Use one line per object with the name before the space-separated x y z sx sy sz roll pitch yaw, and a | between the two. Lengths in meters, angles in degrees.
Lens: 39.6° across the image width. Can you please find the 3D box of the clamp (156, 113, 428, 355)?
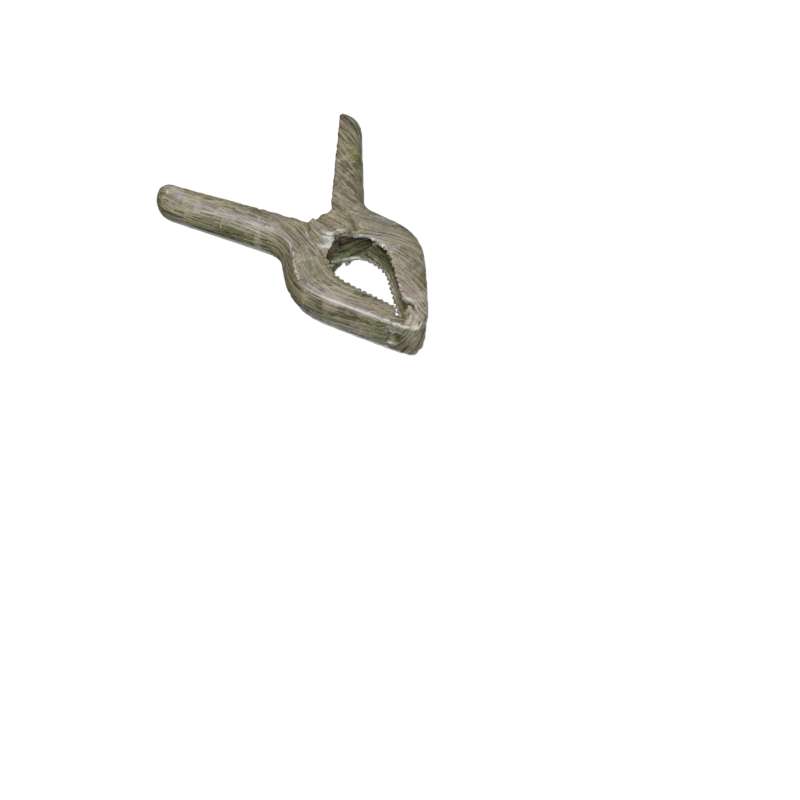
clamp | -0.058 -0.106 0.744 0.163 0.227 0.034 -22 -37 -17
